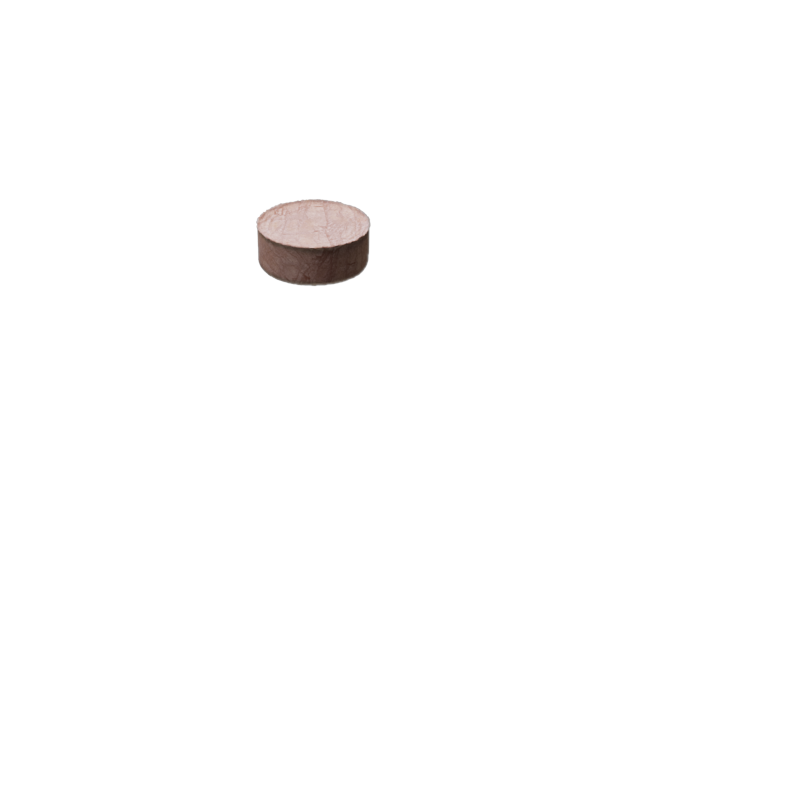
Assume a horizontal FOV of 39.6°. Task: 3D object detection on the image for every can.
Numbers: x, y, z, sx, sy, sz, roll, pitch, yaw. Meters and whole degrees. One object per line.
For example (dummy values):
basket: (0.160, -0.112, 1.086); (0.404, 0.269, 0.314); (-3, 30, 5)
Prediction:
can: (-0.066, -0.120, 0.838); (0.086, 0.032, 0.091); (-1, 32, -2)
